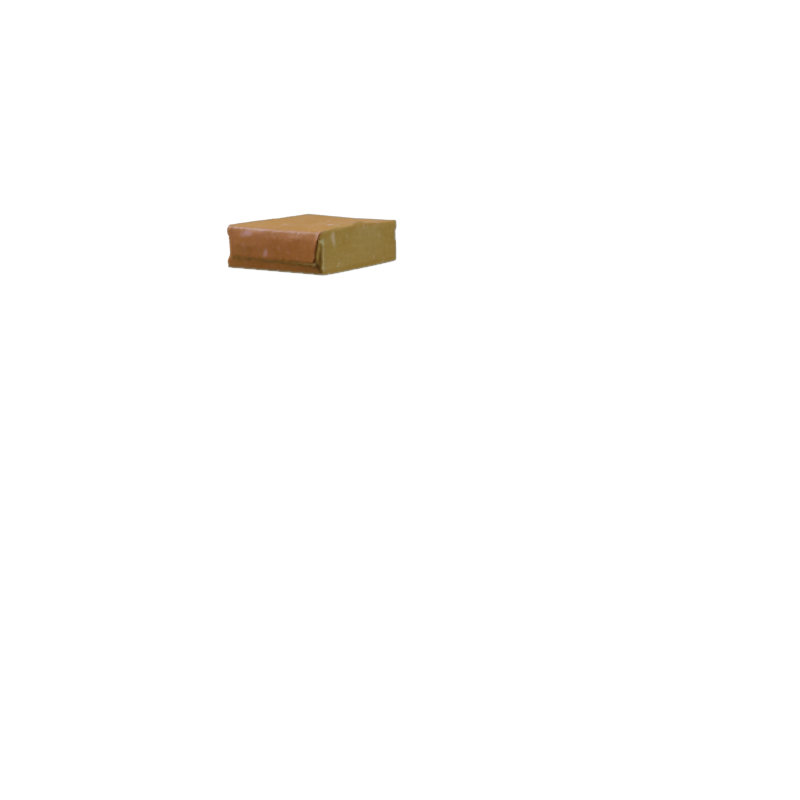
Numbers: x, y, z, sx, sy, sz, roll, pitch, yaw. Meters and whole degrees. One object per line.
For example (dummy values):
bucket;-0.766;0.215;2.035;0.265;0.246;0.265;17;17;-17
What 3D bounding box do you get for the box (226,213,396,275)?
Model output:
box;-0.056;-0.101;0.709;0.076;0.029;0.087;9;16;33
